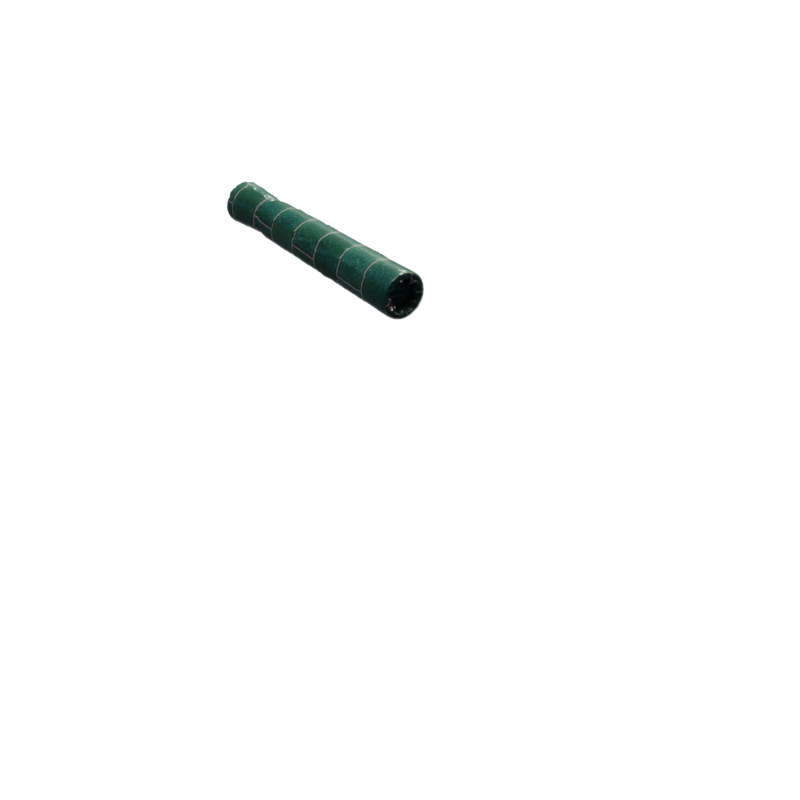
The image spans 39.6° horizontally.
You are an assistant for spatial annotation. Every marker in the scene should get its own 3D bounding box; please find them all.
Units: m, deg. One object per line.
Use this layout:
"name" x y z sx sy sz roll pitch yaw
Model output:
"marker" -0.035 -0.064 0.446 0.019 0.019 0.130 -3 26 -37
